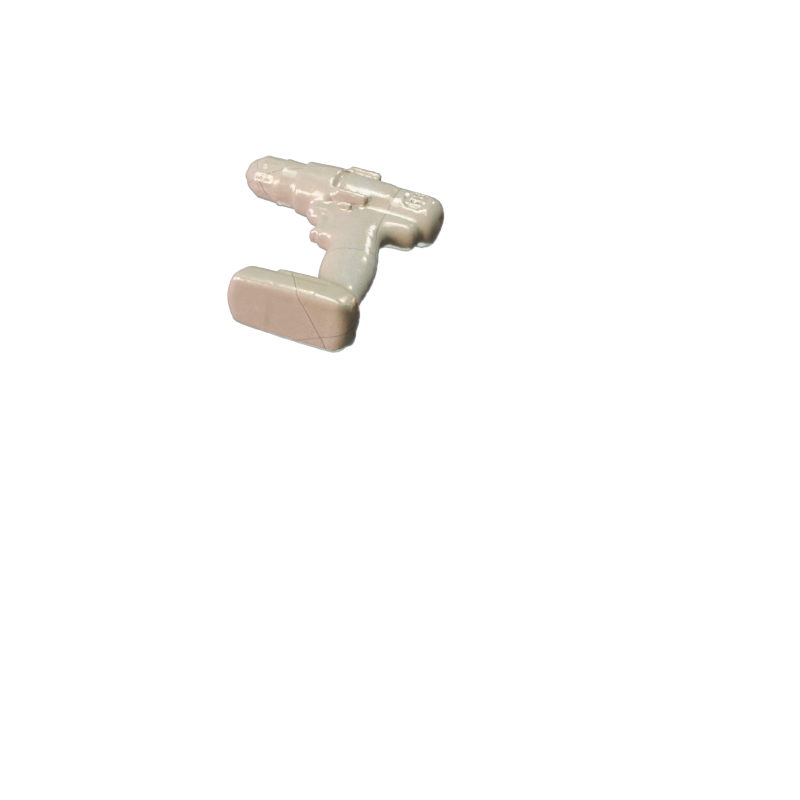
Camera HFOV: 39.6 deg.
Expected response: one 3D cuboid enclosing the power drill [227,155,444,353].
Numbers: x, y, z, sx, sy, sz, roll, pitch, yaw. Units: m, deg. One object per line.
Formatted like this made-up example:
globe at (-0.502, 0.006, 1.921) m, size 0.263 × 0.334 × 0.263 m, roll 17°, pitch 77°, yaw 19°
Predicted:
power drill at (-0.073, -0.134, 0.936) m, size 0.190 × 0.053 × 0.196 m, roll 15°, pitch 47°, yaw 14°
